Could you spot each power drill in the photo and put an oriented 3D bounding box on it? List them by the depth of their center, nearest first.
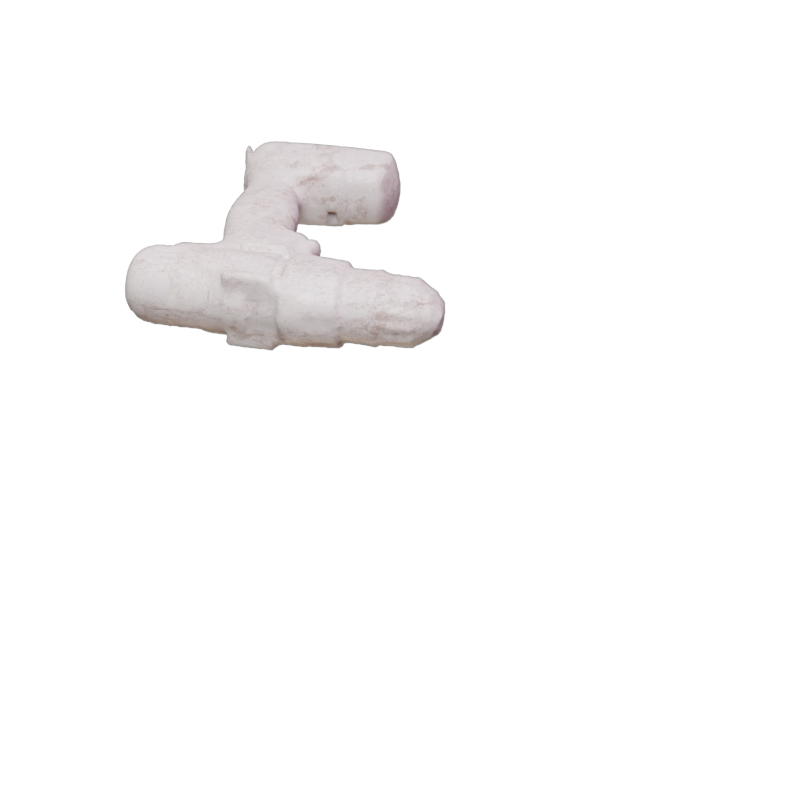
[{"bbox_3d":[-0.053,-0.098,0.683,0.188,0.054,0.196,7,33,11],"label":"power drill"}]
